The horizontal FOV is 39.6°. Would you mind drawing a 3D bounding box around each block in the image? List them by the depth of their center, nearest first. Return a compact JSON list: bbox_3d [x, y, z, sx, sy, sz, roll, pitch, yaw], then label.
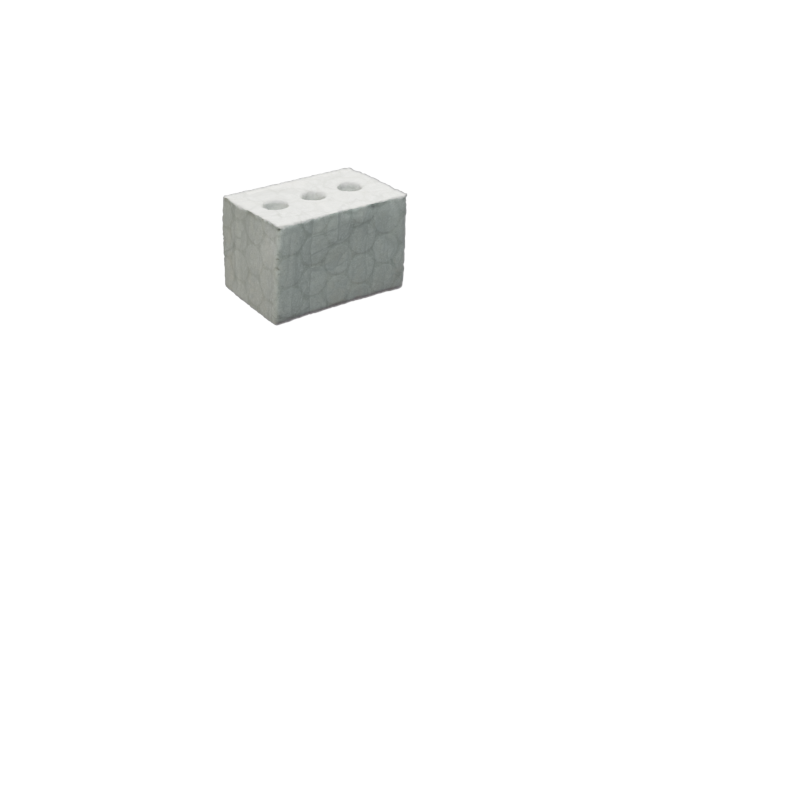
[{"bbox_3d":[-0.043,-0.079,0.551,0.077,0.048,0.056,-19,34,-32],"label":"block"}]
